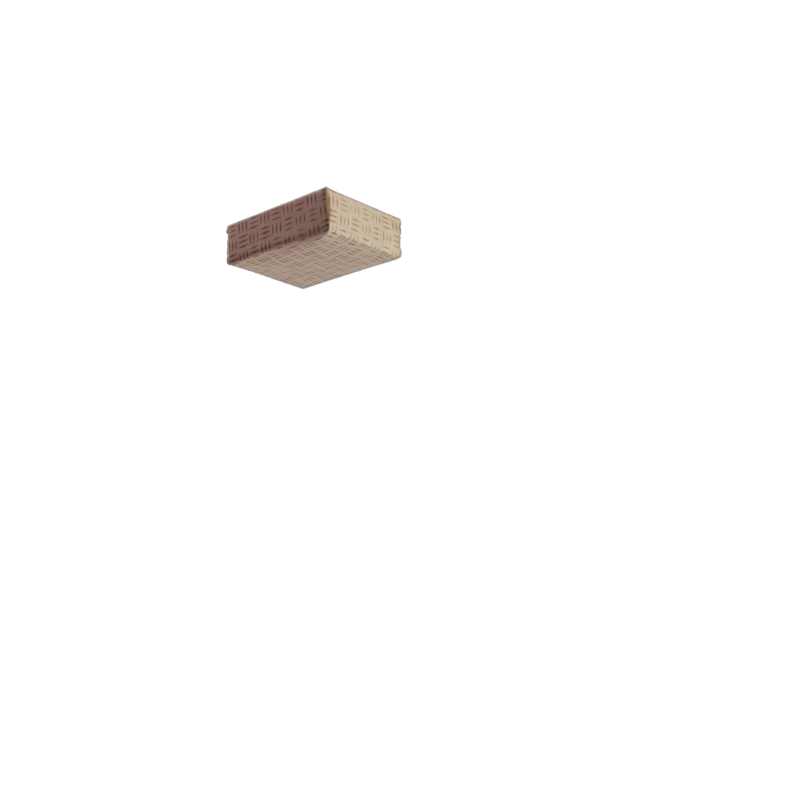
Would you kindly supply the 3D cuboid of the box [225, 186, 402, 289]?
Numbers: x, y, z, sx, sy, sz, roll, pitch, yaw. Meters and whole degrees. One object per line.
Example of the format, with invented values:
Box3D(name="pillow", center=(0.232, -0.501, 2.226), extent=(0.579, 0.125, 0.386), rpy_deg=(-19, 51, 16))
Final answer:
Box3D(name="box", center=(-0.069, -0.126, 0.881), extent=(0.116, 0.040, 0.085), rpy_deg=(-11, -17, 39))
